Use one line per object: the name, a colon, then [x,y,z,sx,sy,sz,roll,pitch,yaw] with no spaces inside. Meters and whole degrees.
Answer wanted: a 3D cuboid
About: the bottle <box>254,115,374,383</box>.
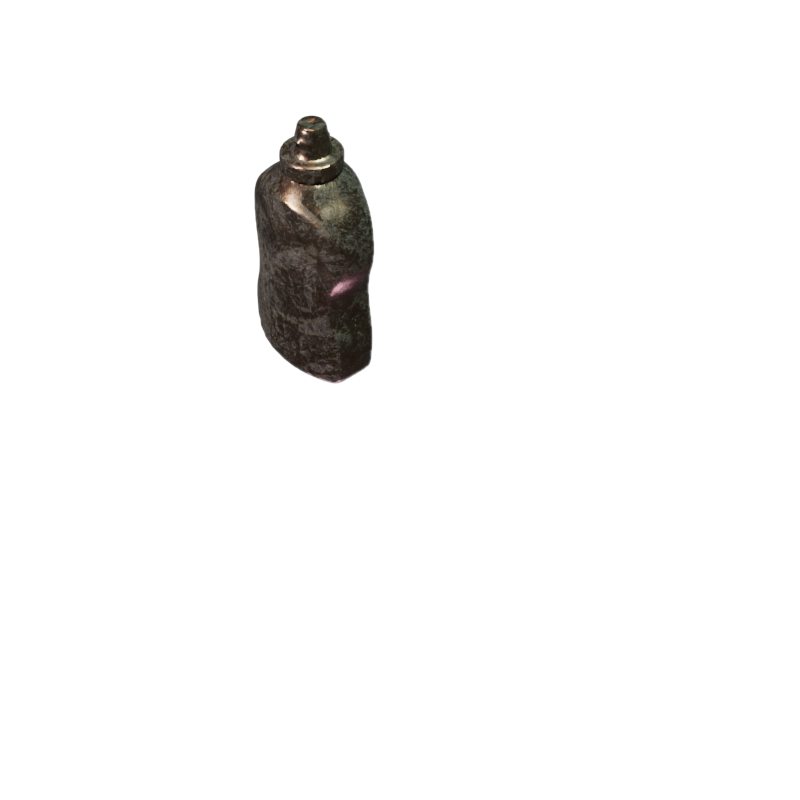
bottle: [-0.058,-0.106,0.741,0.058,0.179,0.103,-27,51,-28]
